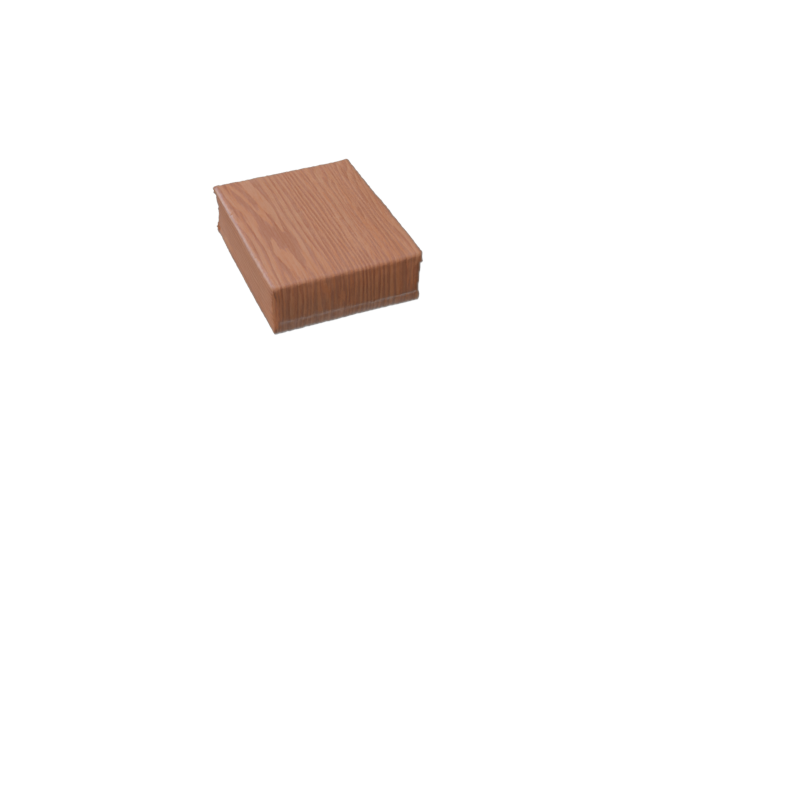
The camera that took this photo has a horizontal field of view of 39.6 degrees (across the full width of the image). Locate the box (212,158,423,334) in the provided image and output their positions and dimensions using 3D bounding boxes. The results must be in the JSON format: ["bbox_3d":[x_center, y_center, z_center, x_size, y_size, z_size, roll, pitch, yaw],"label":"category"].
[{"bbox_3d":[-0.051,-0.093,0.651,0.089,0.036,0.123,-15,41,-18],"label":"box"}]
